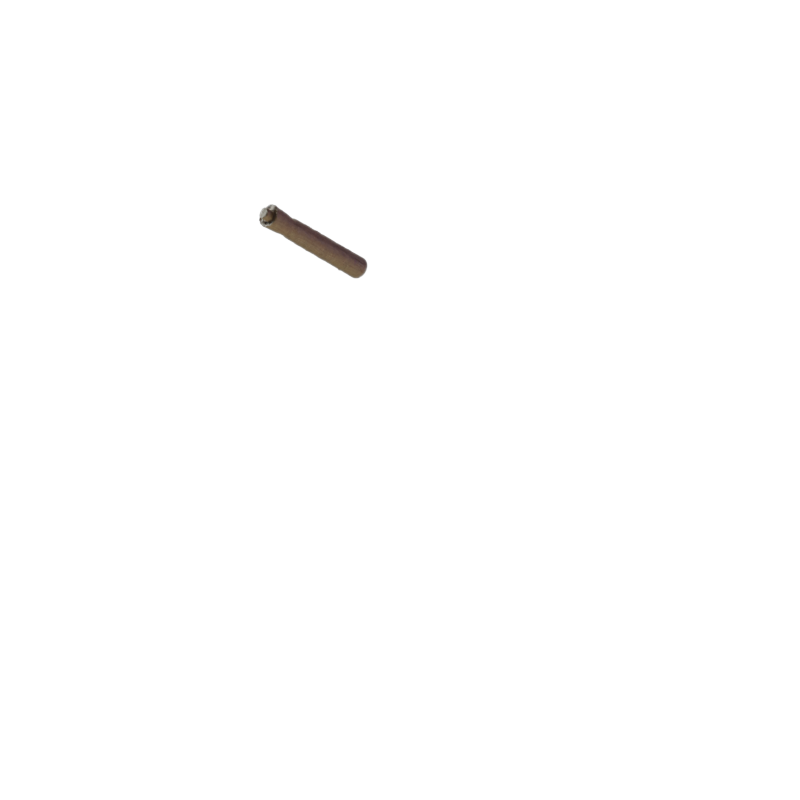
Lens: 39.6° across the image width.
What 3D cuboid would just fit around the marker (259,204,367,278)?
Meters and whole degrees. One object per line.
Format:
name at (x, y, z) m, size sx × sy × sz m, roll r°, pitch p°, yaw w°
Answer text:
marker at (-0.069, -0.127, 0.886) m, size 0.021 × 0.020 × 0.113 m, roll 3°, pitch -15°, yaw 41°
